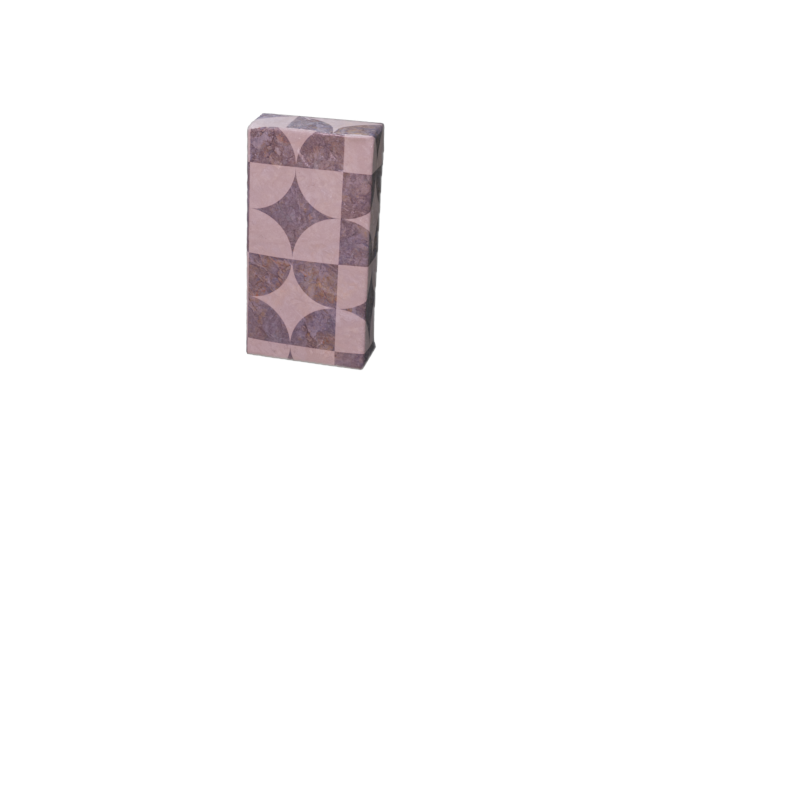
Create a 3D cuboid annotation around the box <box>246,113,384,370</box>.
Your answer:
[{"bbox_3d":[-0.063,-0.114,0.799,0.095,0.168,0.049,7,24,12],"label":"box"}]
